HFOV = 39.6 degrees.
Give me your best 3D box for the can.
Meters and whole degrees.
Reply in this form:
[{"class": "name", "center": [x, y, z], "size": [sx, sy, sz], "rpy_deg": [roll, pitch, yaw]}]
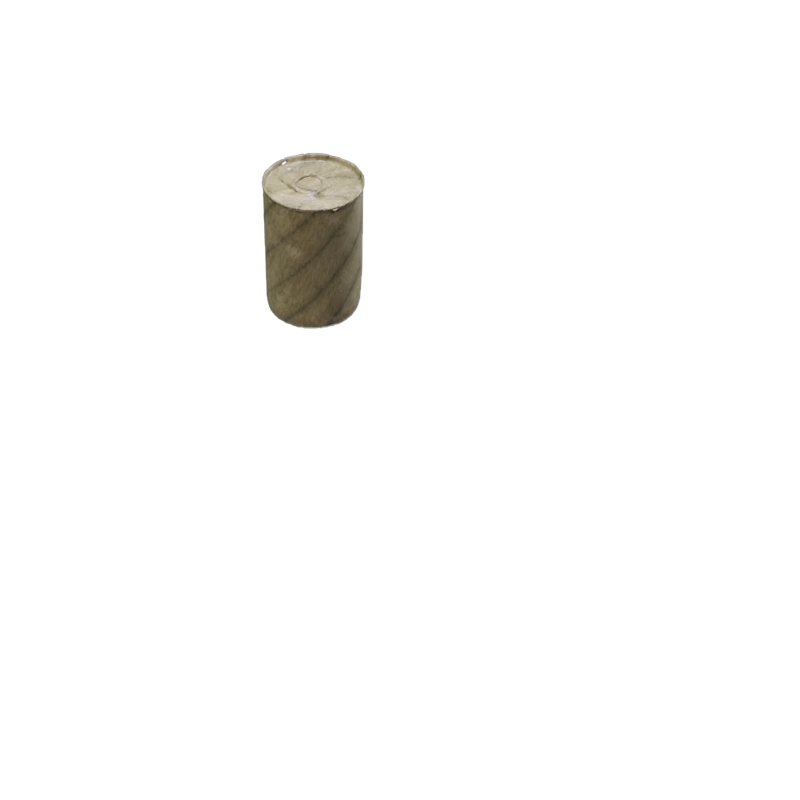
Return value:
[{"class": "can", "center": [-0.059, -0.108, 0.757], "size": [0.068, 0.095, 0.073], "rpy_deg": [0, 40, -3]}]
